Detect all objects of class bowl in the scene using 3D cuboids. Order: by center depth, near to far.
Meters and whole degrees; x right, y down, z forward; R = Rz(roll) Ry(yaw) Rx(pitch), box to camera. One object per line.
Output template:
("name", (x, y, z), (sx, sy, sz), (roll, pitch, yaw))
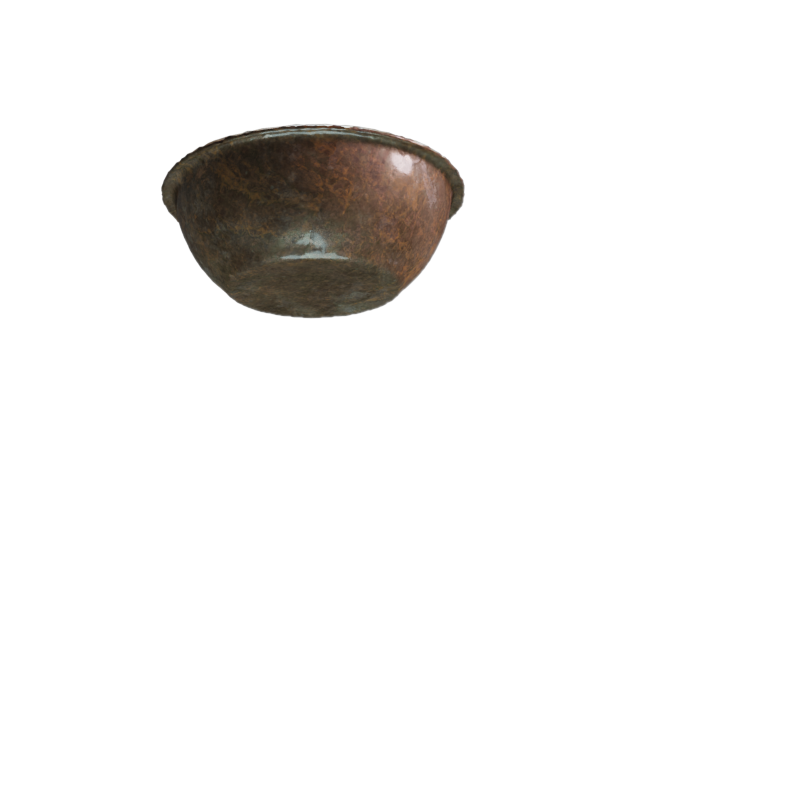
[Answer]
("bowl", (-0.046, -0.083, 0.583), (0.162, 0.058, 0.155), (0, -16, -2))
